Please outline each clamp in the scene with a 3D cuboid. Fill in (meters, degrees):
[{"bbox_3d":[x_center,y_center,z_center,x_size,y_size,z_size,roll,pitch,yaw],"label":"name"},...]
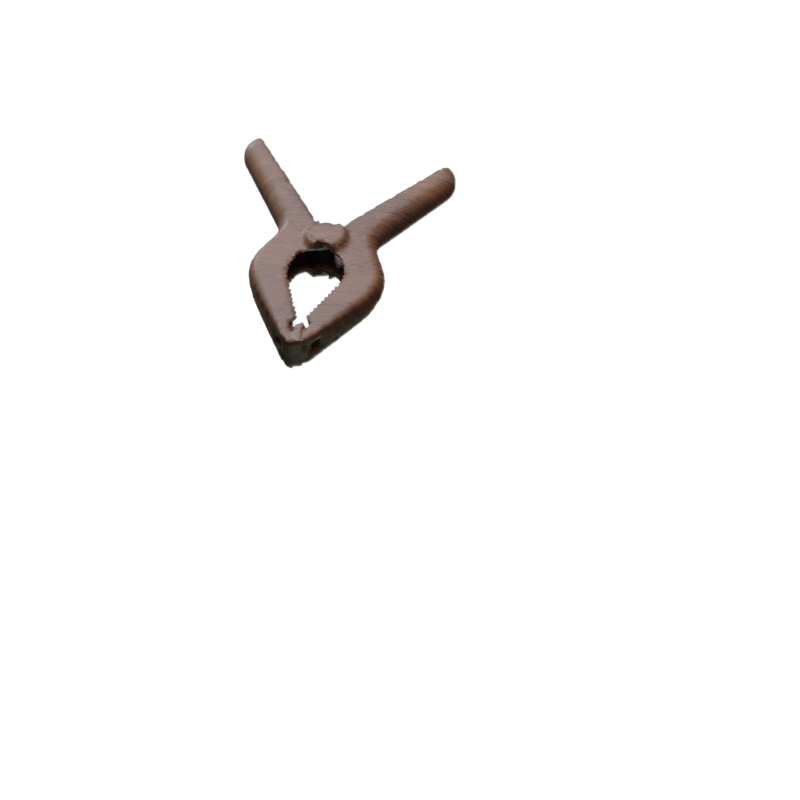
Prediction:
[{"bbox_3d":[-0.063,-0.114,0.800,0.168,0.220,0.034,13,-40,11],"label":"clamp"}]
